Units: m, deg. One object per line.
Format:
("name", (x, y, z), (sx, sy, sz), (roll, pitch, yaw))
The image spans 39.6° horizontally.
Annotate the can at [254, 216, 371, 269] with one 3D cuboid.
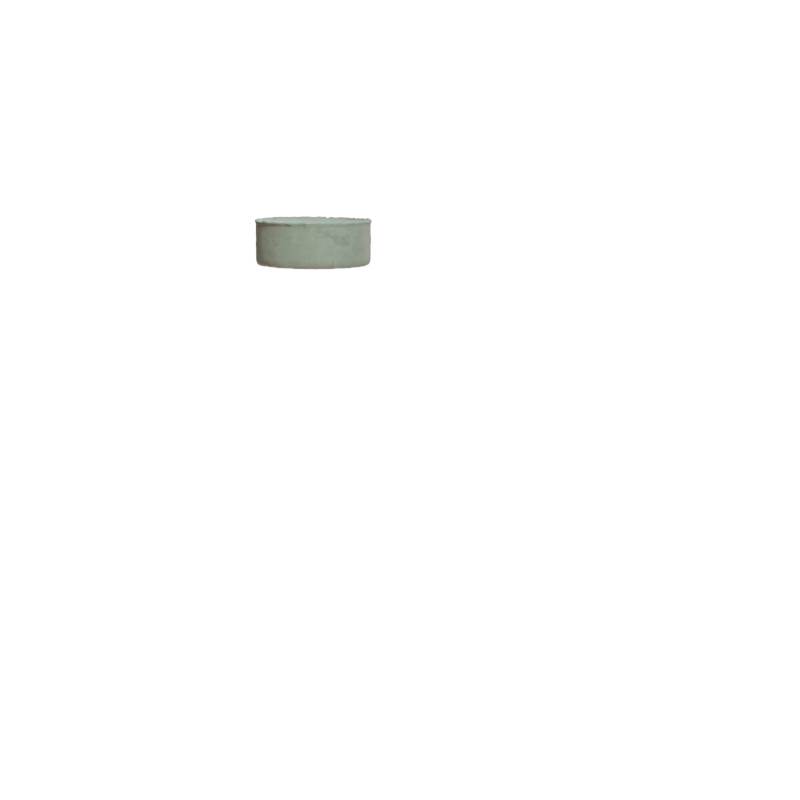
("can", (-0.064, -0.116, 0.813), (0.086, 0.033, 0.088), (0, 11, -2))
